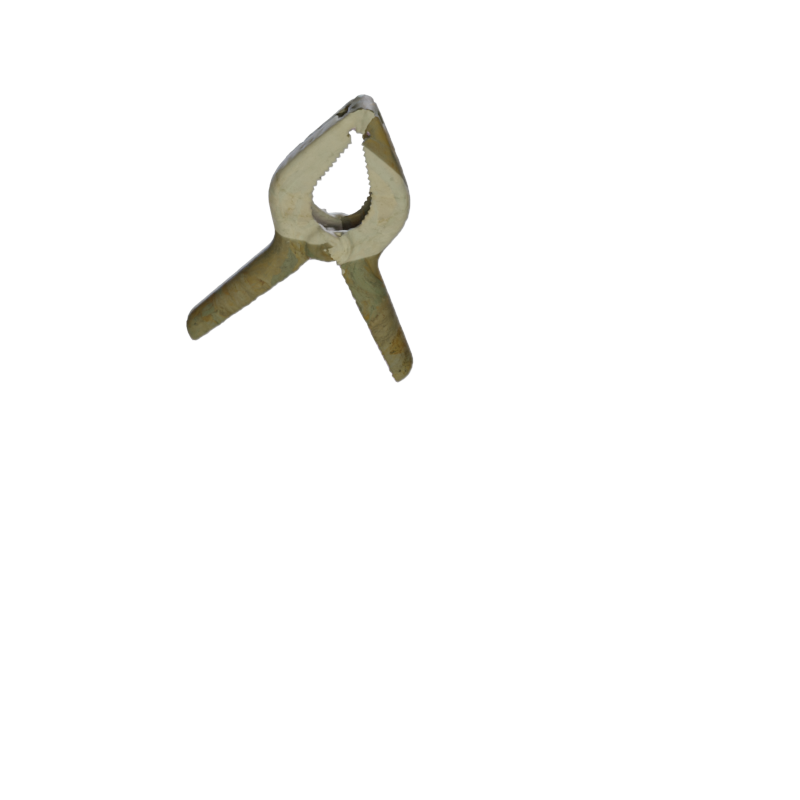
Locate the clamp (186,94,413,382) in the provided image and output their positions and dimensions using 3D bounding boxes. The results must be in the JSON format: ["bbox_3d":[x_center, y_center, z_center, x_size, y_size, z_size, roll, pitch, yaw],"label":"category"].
[{"bbox_3d":[-0.059,-0.108,0.755,0.163,0.199,0.039,7,30,-4],"label":"clamp"}]
